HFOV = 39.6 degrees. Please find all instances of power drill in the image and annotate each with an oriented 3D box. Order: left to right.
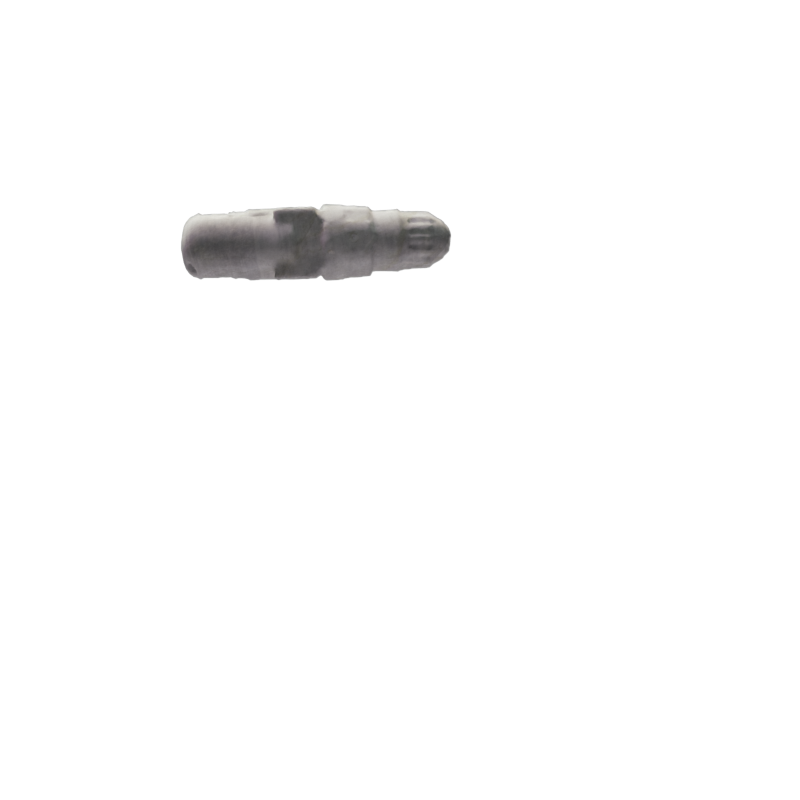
[{"bbox_3d":[-0.065,-0.118,0.829,0.184,0.057,0.189,0,6,-4],"label":"power drill"}]
